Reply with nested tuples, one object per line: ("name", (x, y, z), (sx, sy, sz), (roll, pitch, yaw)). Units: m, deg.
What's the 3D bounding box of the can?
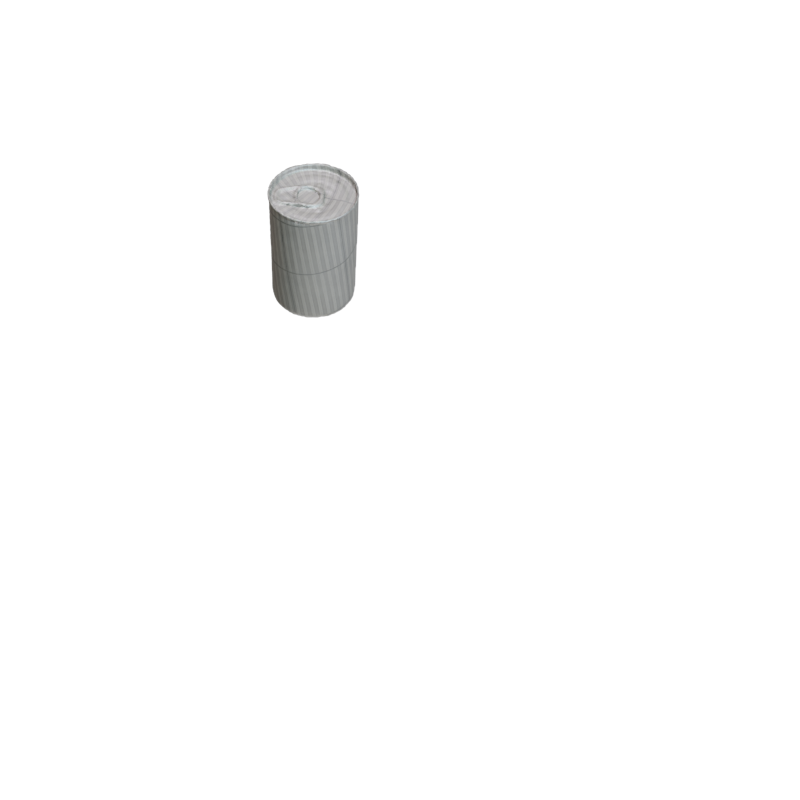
("can", (-0.067, -0.122, 0.852), (0.068, 0.074, 0.095), (0, -43, -3))
